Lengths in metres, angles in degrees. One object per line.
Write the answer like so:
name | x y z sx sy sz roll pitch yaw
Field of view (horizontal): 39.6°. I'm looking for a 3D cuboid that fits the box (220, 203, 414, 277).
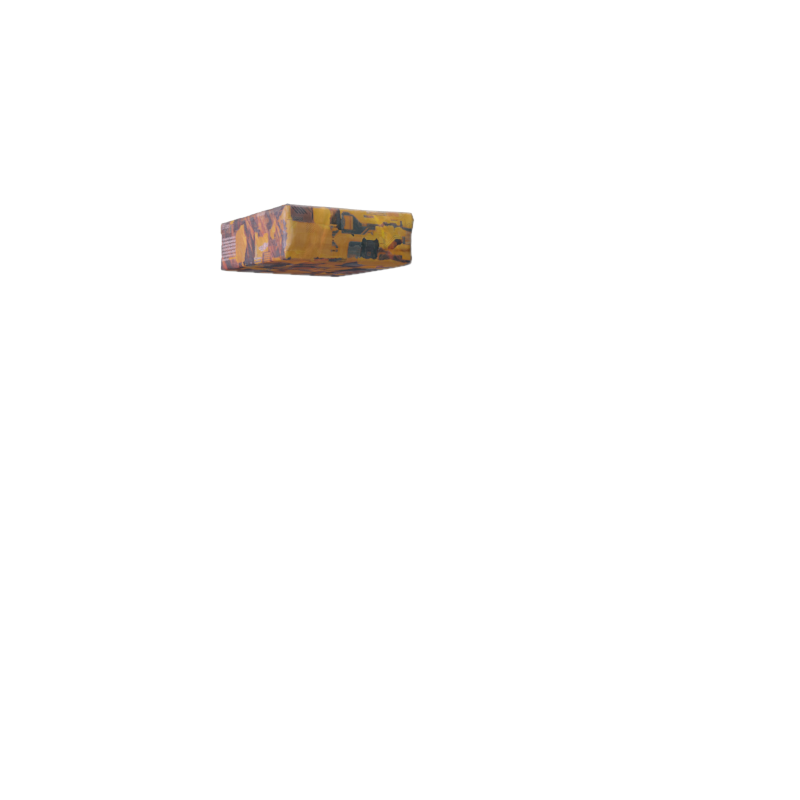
box | -0.046 -0.084 0.587 0.071 0.030 0.092 0 1 -28
